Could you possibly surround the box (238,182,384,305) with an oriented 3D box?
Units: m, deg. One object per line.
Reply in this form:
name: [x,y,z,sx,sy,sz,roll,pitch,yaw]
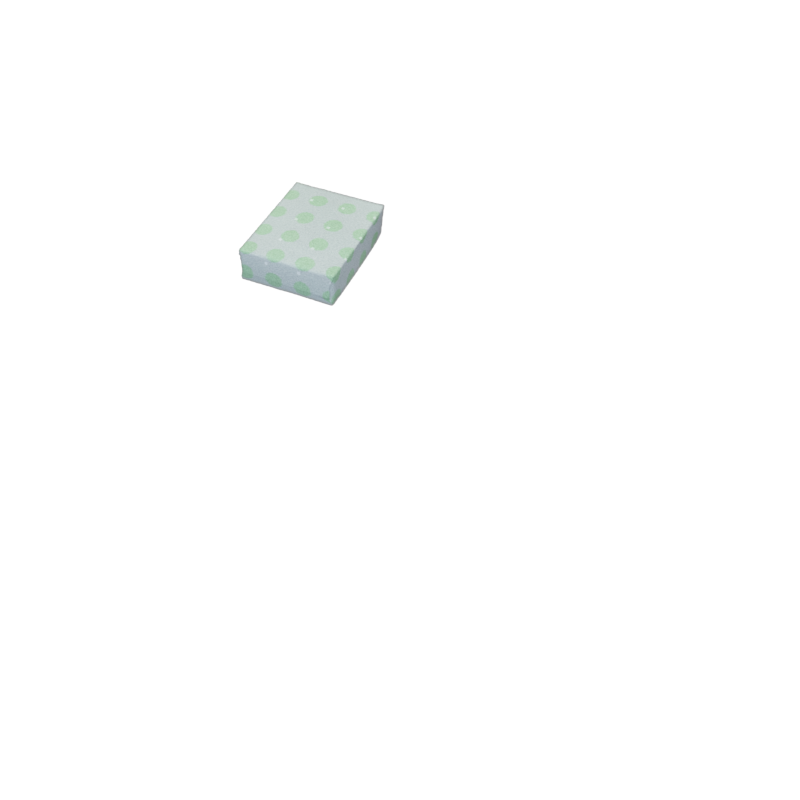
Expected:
box: [-0.076,-0.139,0.975,0.093,0.036,0.117,16,44,17]
